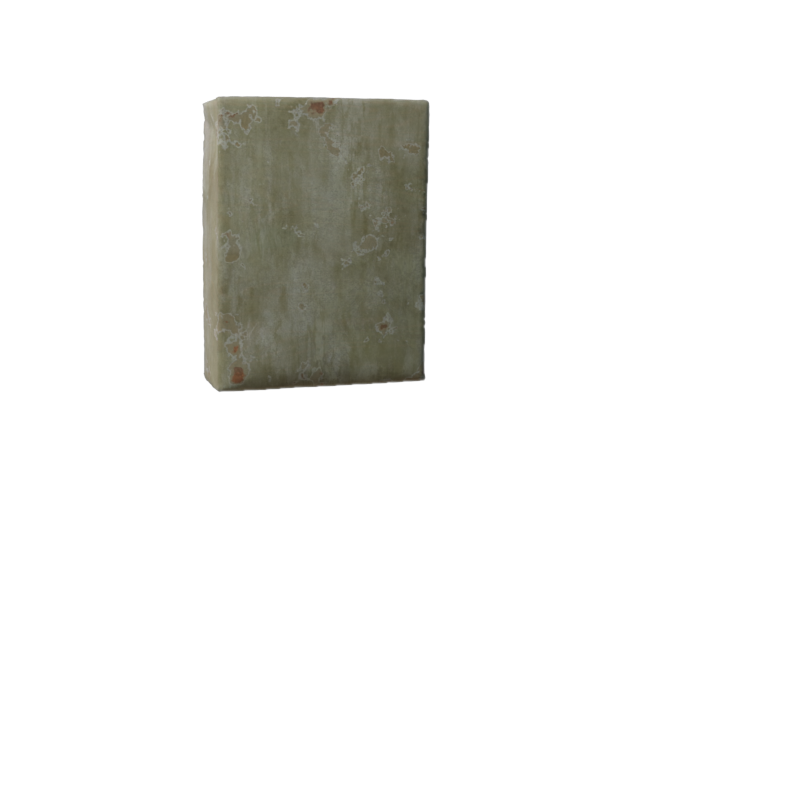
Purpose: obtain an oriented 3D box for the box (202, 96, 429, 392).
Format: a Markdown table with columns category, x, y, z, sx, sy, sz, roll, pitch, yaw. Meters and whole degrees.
| category | x | y | z | sx | sy | sz | roll | pitch | yaw |
| --- | --- | --- | --- | --- | --- | --- | --- | --- | --- |
| box | -0.066 | -0.120 | 0.839 | 0.161 | 0.212 | 0.074 | -2 | 5 | -18 |
